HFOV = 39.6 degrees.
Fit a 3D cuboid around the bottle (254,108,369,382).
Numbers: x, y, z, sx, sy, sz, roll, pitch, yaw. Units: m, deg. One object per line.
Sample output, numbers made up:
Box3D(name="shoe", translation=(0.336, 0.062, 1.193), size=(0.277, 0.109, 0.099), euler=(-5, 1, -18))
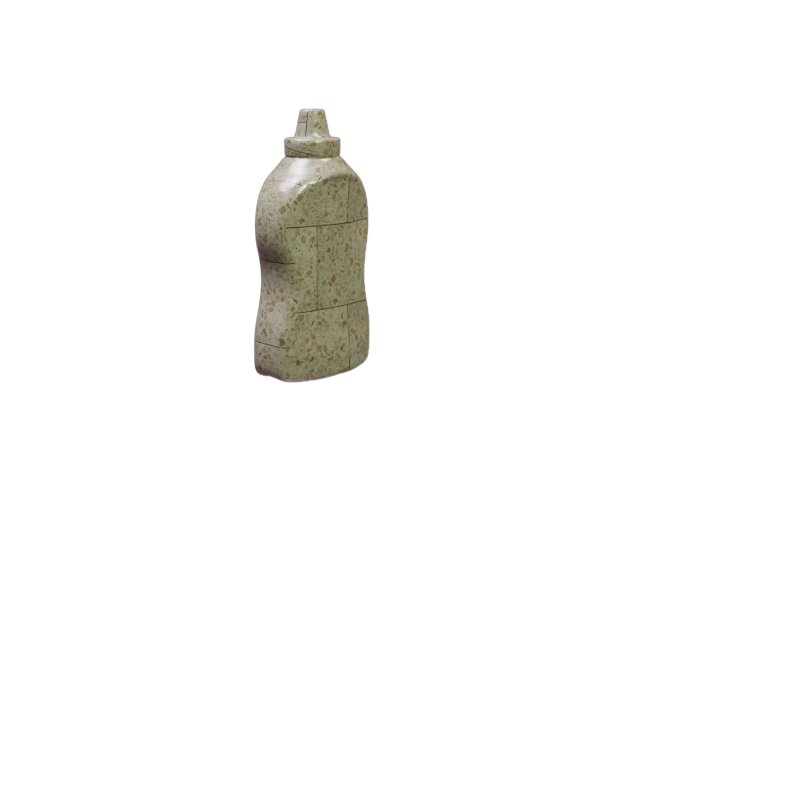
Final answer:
Box3D(name="bottle", translation=(-0.063, -0.115, 0.806), size=(0.061, 0.187, 0.093), euler=(10, 14, 42))
